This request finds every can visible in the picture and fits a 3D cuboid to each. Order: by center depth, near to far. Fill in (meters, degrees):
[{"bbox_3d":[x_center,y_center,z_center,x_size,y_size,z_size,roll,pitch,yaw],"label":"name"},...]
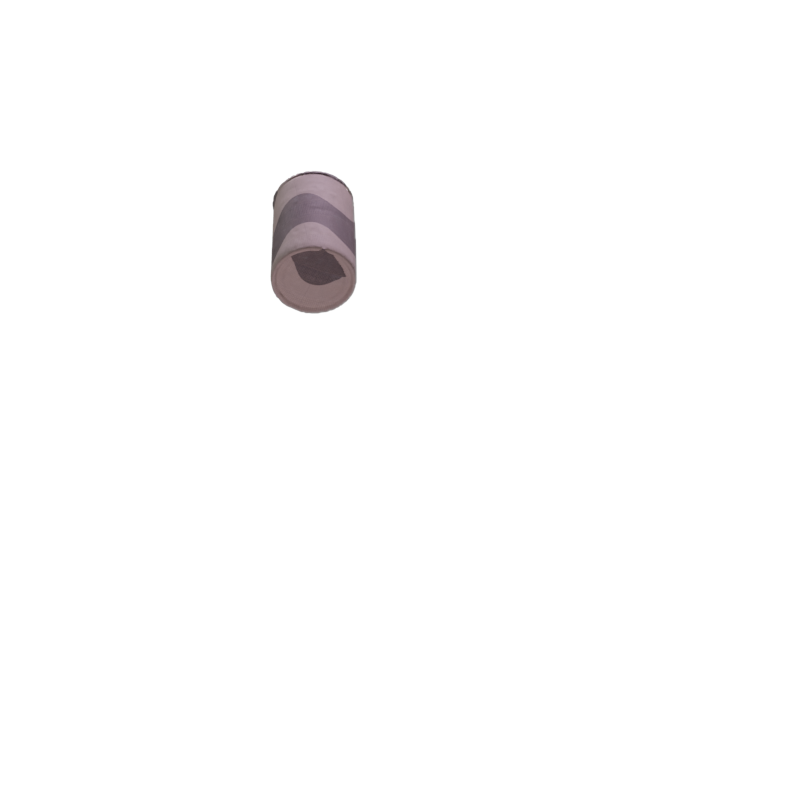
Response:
[{"bbox_3d":[-0.069,-0.126,0.884,0.068,0.064,0.110,-1,42,-3],"label":"can"}]
